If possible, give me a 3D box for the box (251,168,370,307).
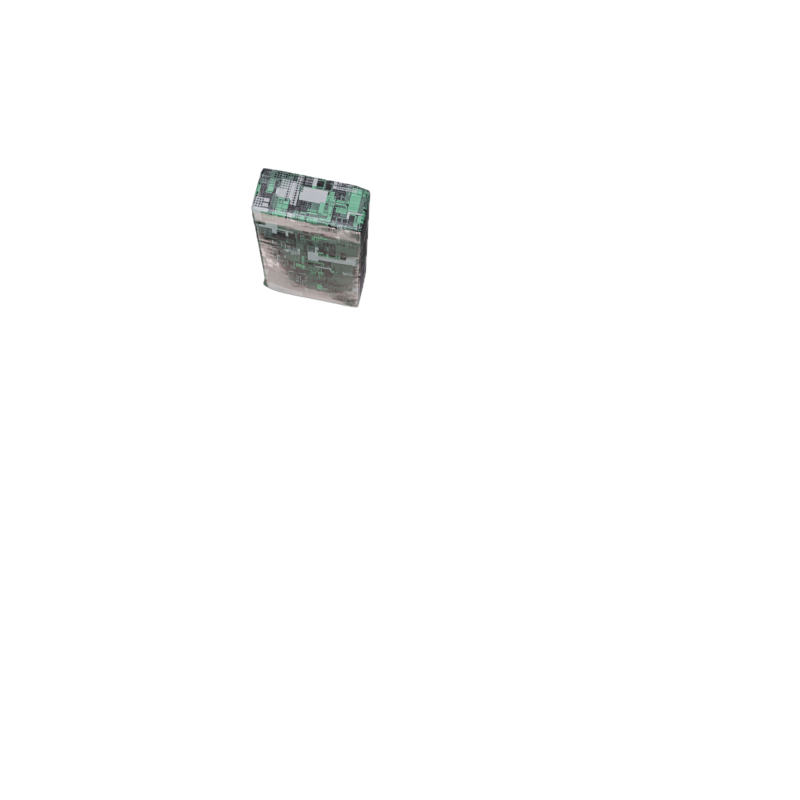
[{"bbox_3d":[-0.075,-0.138,0.963,0.094,0.050,0.168,13,-20,1],"label":"box"}]
